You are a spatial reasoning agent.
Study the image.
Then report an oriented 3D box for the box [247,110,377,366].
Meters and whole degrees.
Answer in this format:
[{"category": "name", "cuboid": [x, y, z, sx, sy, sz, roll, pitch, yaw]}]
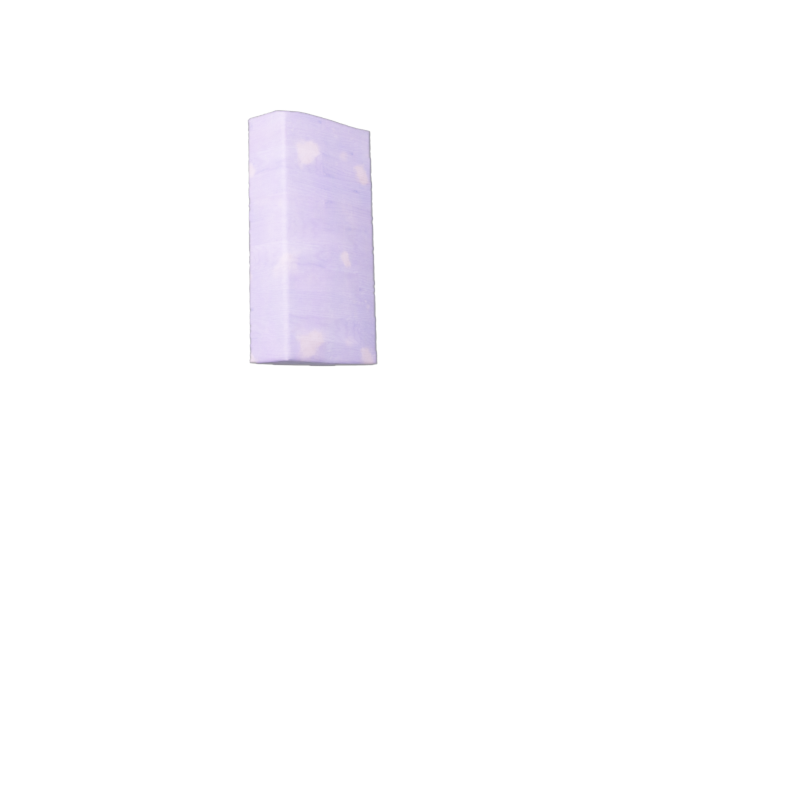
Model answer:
[{"category": "box", "cuboid": [-0.062, -0.113, 0.794, 0.049, 0.180, 0.089, -8, -10, 43]}]
